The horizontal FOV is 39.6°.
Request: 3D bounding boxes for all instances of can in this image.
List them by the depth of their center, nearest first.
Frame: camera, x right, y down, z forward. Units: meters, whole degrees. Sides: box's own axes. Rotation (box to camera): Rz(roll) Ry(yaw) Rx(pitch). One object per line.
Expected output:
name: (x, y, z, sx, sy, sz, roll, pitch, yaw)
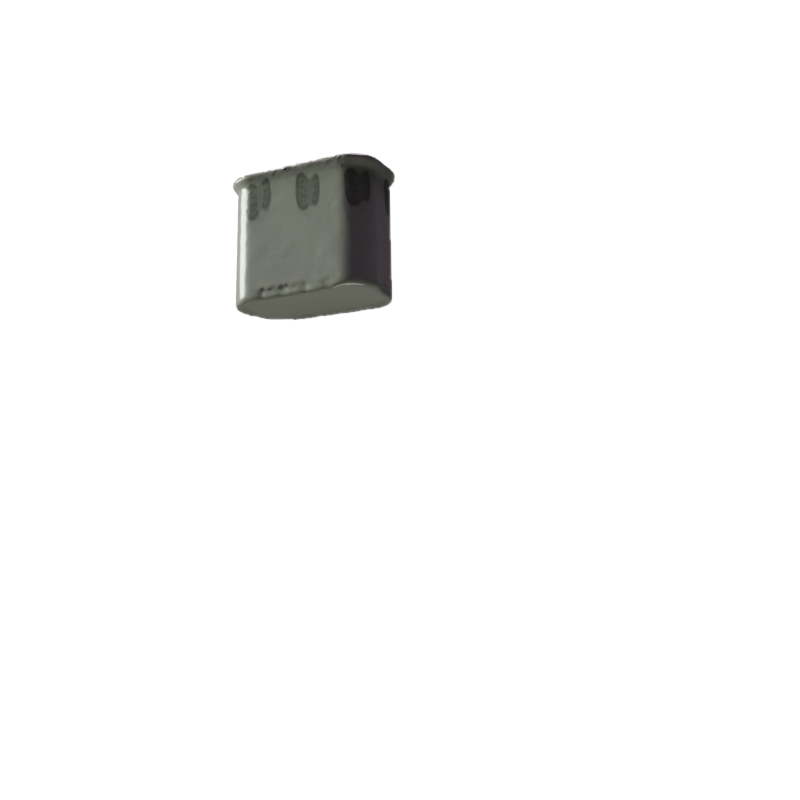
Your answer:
can: (-0.054, -0.099, 0.693, 0.104, 0.087, 0.054, -8, -18, 25)
